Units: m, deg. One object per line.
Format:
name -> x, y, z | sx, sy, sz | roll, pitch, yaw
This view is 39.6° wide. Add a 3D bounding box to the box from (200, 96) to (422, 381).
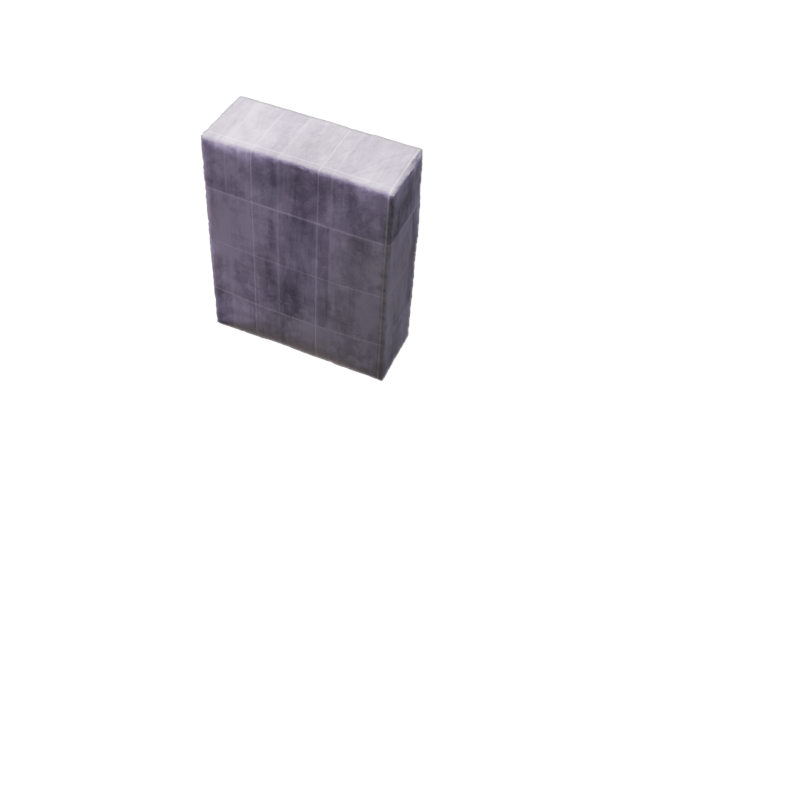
box -> -0.072, -0.131, 0.917 | 0.170, 0.199, 0.074 | 21, 49, 16
